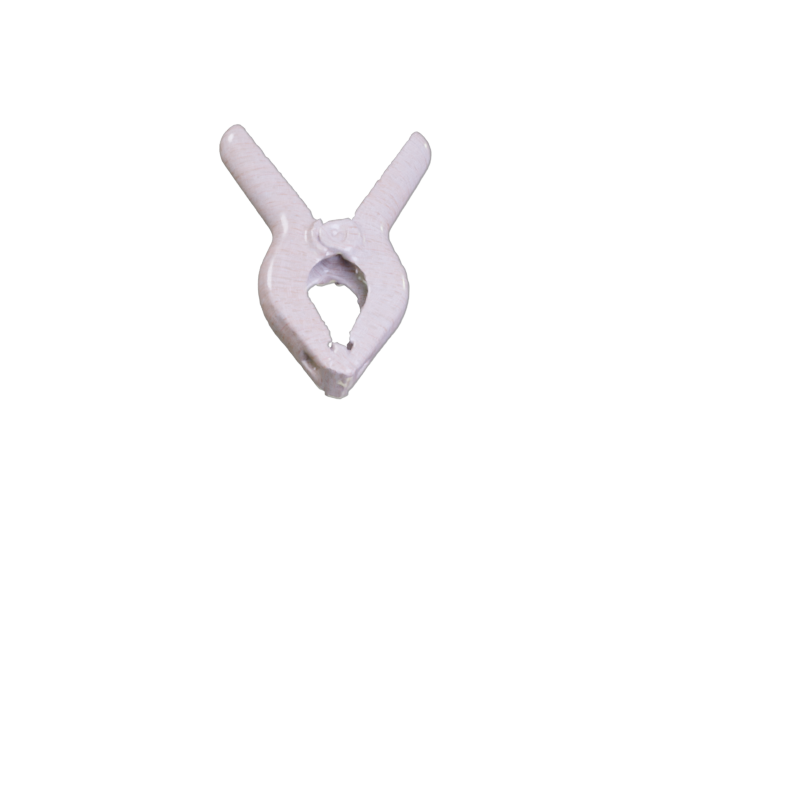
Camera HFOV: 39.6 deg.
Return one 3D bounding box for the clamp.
[{"bbox_3d":[-0.047,-0.085,0.595,0.121,0.183,0.037,4,-36,2],"label":"clamp"}]
